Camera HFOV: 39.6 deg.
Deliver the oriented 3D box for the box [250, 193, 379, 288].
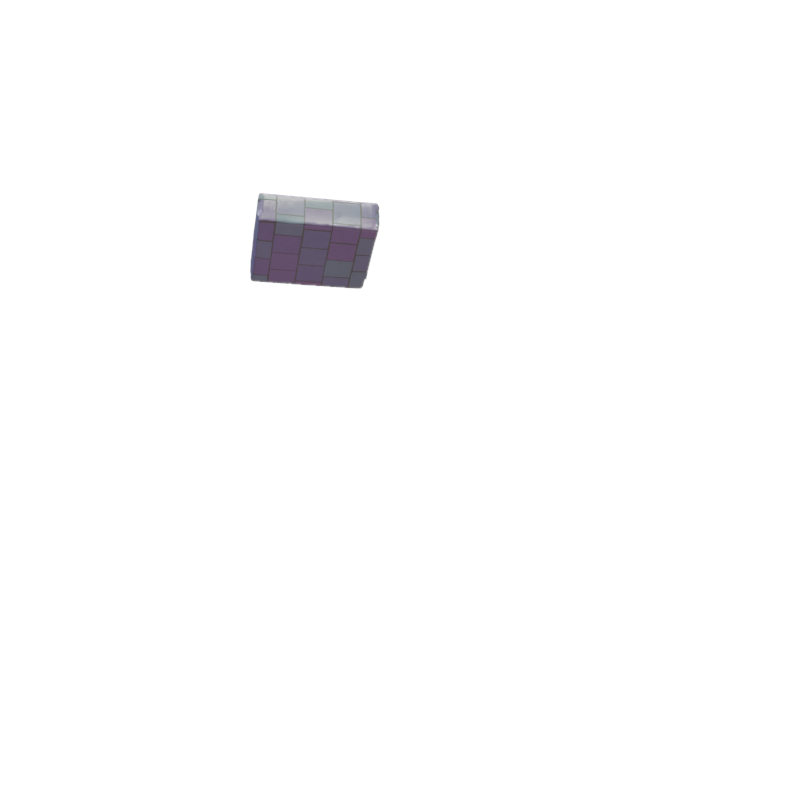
[{"bbox_3d":[-0.064,-0.117,0.822,0.088,0.032,0.069,4,-34,-7],"label":"box"}]
